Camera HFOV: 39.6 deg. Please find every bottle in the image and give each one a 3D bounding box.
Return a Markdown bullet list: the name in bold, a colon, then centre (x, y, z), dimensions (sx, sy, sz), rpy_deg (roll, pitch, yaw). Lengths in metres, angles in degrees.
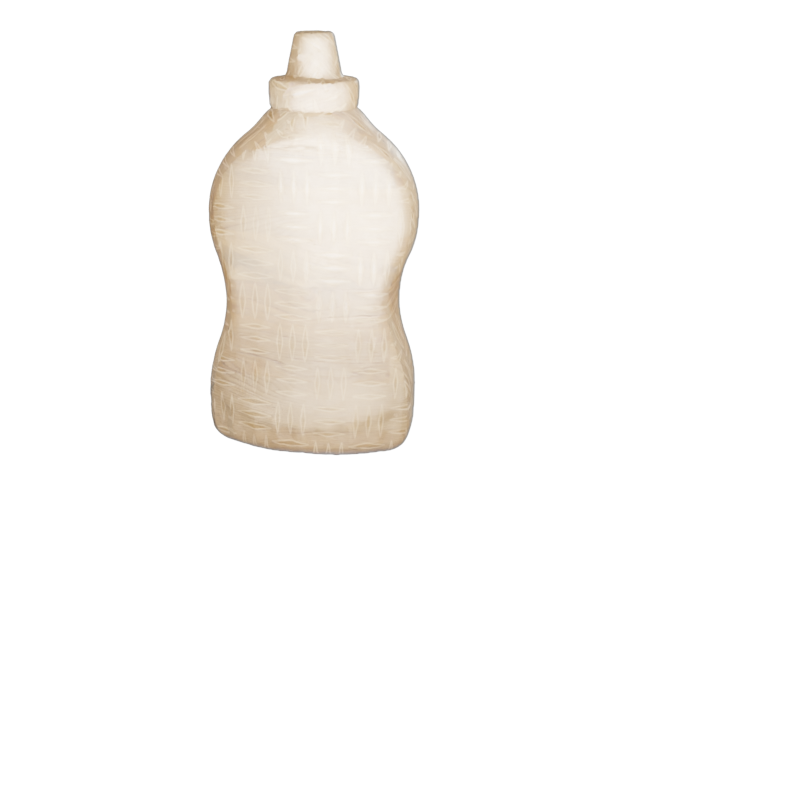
- **bottle**: centre (-0.040, -0.074, 0.514), dimensions (0.098, 0.185, 0.059), rpy_deg (4, 16, 10)
